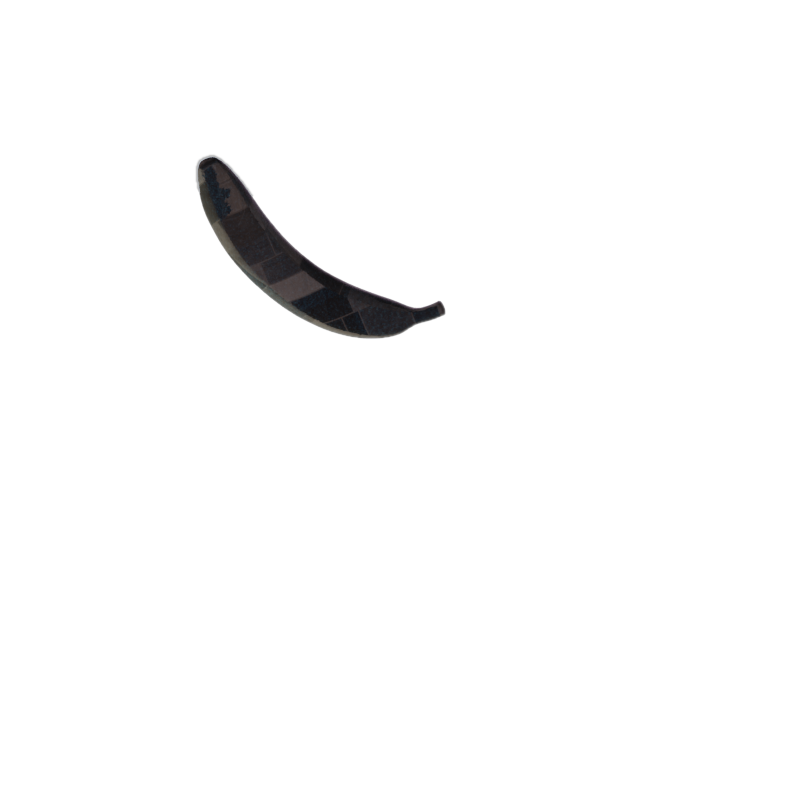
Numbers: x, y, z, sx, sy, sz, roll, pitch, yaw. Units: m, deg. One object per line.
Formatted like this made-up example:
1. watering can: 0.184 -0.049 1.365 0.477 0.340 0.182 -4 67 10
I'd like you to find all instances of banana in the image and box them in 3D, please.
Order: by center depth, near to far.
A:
1. banana: -0.067 -0.093 0.765 0.191 0.068 0.039 31 22 -14
